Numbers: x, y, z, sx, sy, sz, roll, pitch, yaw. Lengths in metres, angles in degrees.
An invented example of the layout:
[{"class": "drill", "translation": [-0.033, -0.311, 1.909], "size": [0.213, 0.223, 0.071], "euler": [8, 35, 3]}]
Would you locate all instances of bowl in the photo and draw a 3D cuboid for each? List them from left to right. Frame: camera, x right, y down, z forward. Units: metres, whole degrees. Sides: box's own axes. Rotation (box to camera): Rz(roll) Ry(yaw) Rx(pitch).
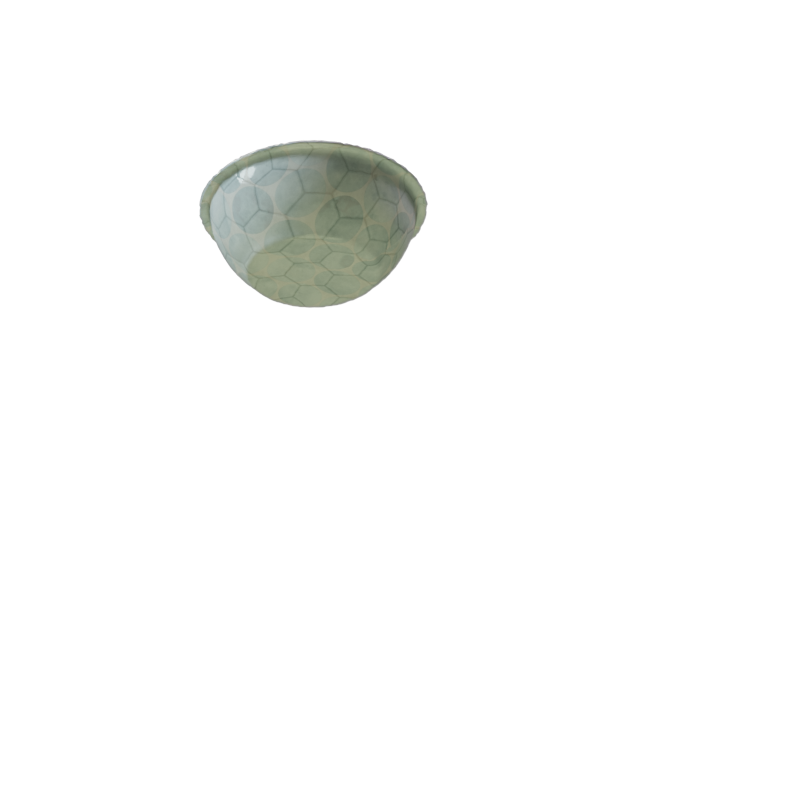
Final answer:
[{"class": "bowl", "translation": [-0.061, -0.111, 0.775], "size": [0.162, 0.059, 0.152], "euler": [1, -28, -2]}]
